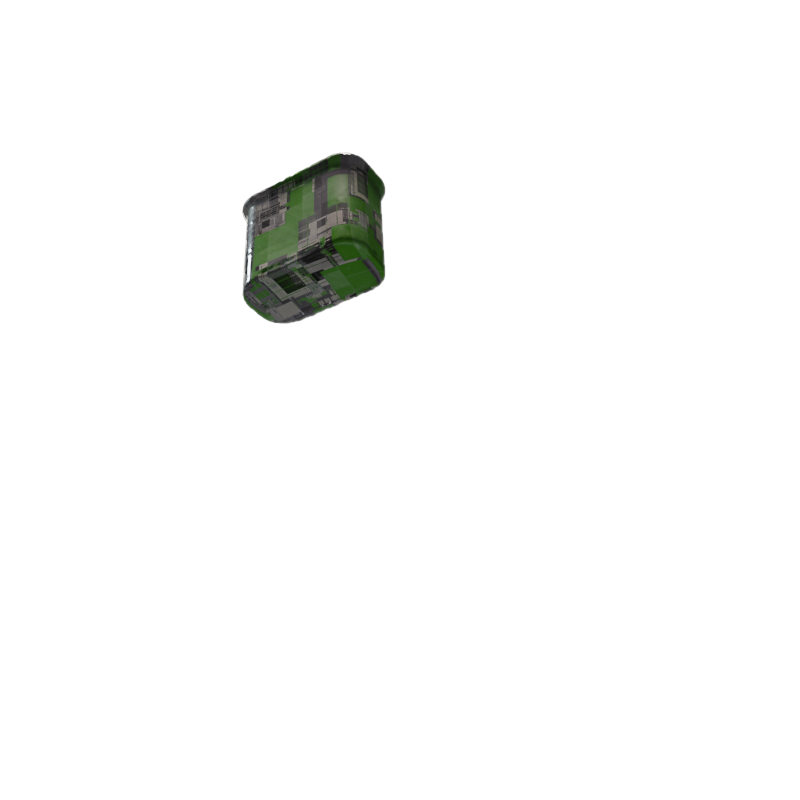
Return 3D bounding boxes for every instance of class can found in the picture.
[{"bbox_3d":[-0.060,-0.108,0.759,0.102,0.090,0.053,-23,-44,23],"label":"can"}]
